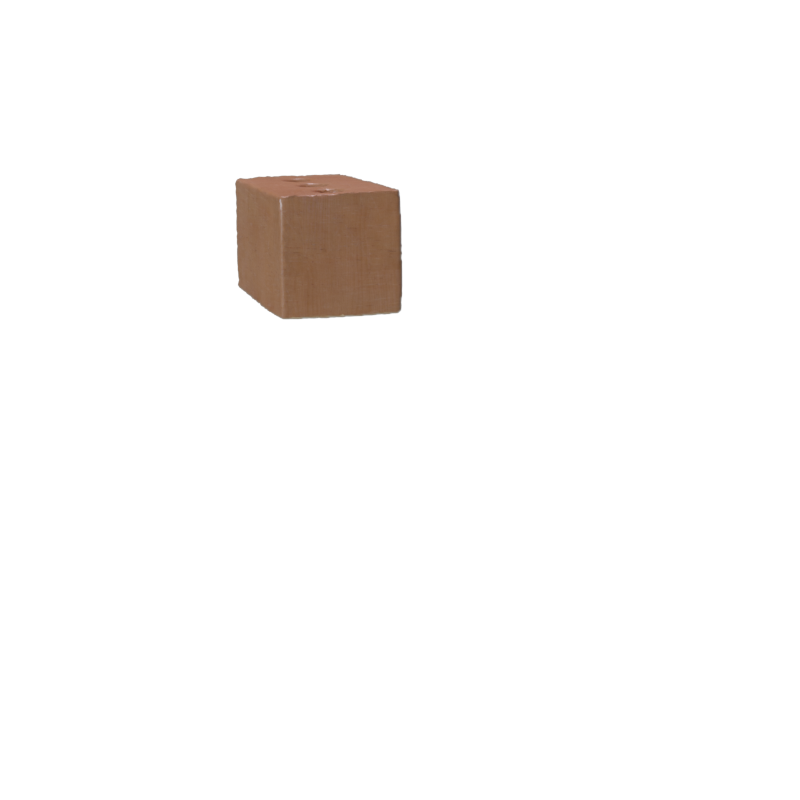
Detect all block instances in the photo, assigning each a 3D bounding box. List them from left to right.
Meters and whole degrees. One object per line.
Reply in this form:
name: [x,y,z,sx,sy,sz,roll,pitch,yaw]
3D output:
block: [-0.038,-0.068,0.479,0.052,0.050,0.082,-5,15,-21]
